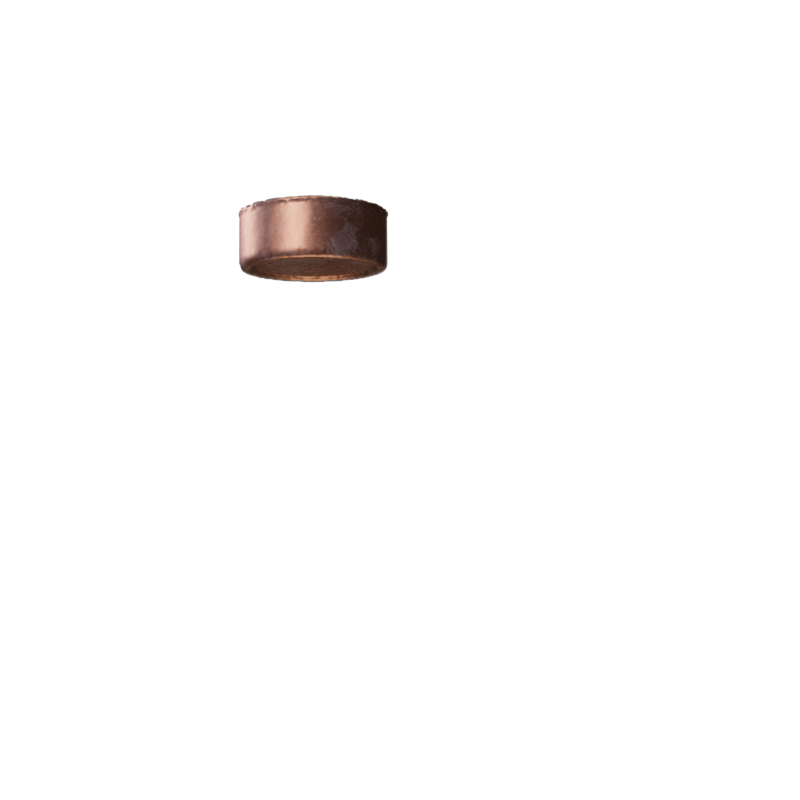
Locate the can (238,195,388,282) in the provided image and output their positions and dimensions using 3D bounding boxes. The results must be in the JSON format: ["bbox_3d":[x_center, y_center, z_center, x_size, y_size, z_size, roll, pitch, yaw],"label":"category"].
[{"bbox_3d":[-0.050,-0.090,0.632,0.086,0.034,0.084,0,-5,-2],"label":"can"}]
